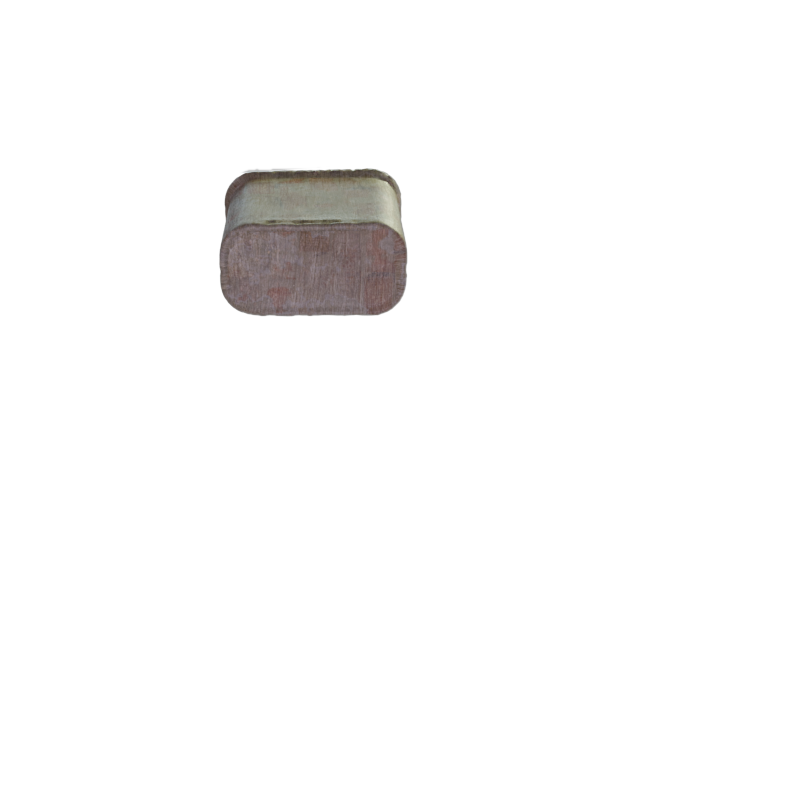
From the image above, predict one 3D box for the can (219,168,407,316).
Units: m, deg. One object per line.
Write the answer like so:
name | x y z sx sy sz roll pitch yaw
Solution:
can | -0.047 -0.086 0.603 0.102 0.055 0.088 -1 26 -1
